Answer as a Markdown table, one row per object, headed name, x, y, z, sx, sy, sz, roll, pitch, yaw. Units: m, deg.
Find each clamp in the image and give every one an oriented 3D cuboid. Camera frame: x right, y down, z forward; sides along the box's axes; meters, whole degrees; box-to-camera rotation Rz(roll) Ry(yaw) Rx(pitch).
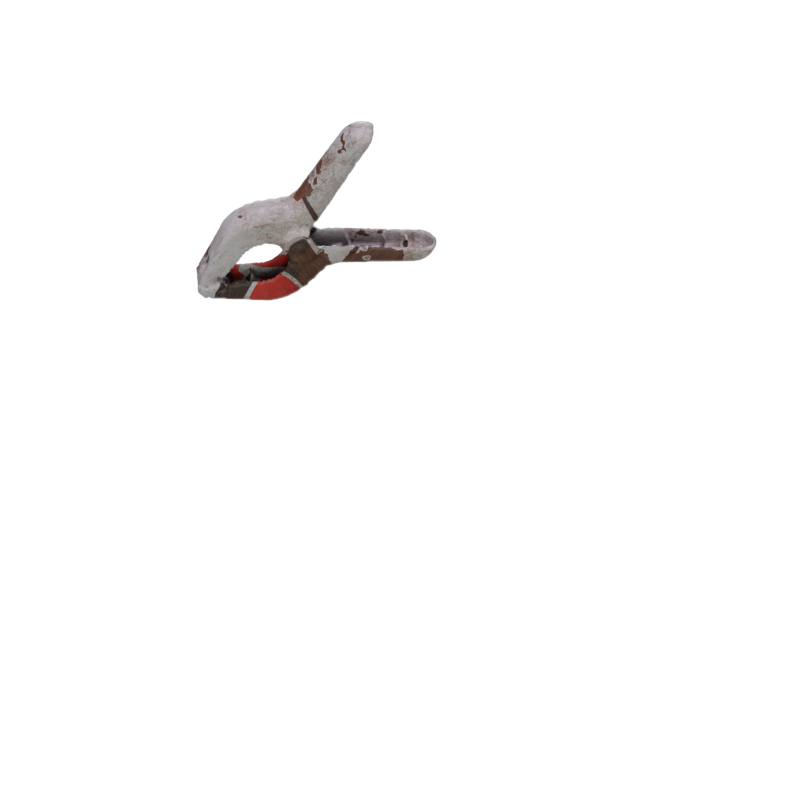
| name | x | y | z | sx | sy | sz | roll | pitch | yaw |
| --- | --- | --- | --- | --- | --- | --- | --- | --- | --- |
| clamp | -0.062 | -0.113 | 0.788 | 0.171 | 0.113 | 0.042 | -29 | 29 | 18 |
